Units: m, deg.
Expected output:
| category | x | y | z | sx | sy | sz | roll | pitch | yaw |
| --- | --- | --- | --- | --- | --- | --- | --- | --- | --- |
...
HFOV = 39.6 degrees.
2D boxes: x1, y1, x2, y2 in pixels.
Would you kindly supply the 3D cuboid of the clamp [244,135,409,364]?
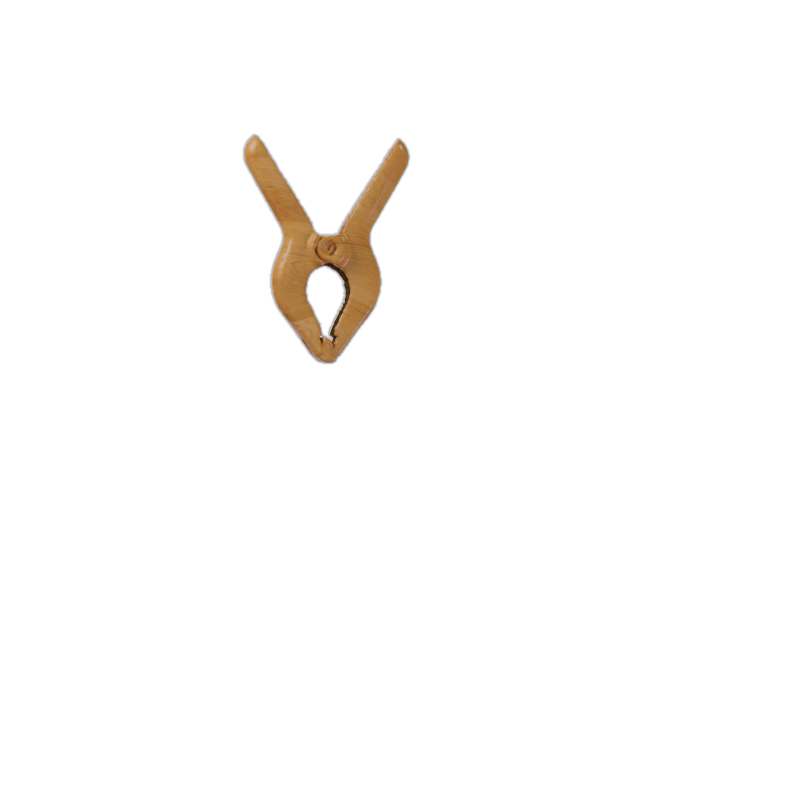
| category | x | y | z | sx | sy | sz | roll | pitch | yaw |
| --- | --- | --- | --- | --- | --- | --- | --- | --- | --- |
| clamp | -0.063 | -0.115 | 0.806 | 0.120 | 0.175 | 0.038 | 8 | -10 | 1 |
